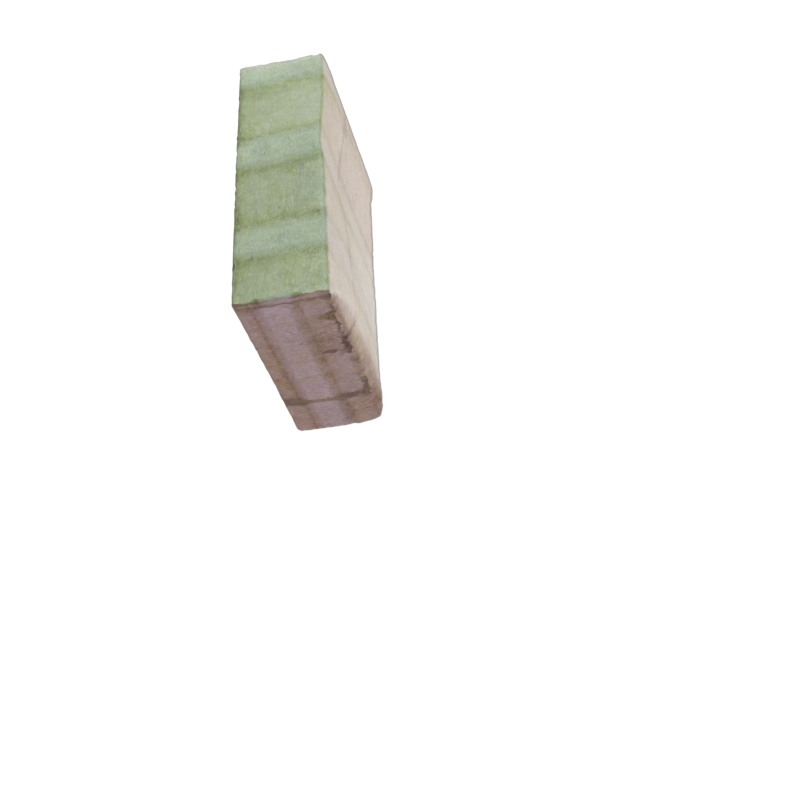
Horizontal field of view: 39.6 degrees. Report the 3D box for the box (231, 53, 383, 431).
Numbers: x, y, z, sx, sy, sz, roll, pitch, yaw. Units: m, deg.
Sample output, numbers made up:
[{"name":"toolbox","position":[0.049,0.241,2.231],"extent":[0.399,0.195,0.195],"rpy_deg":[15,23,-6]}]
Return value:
[{"name":"box","position":[-0.062,-0.112,0.787],"extent":[0.072,0.229,0.152],"rpy_deg":[-9,-35,9]}]
